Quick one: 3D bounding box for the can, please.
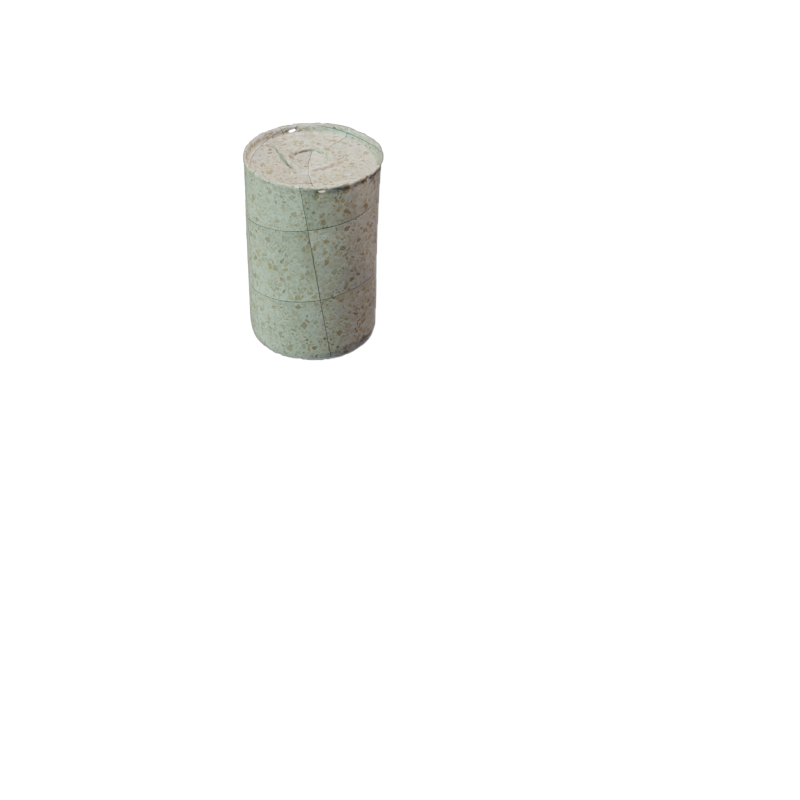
[{"bbox_3d":[-0.044,-0.080,0.561,0.068,0.096,0.073,0,36,-3],"label":"can"}]
